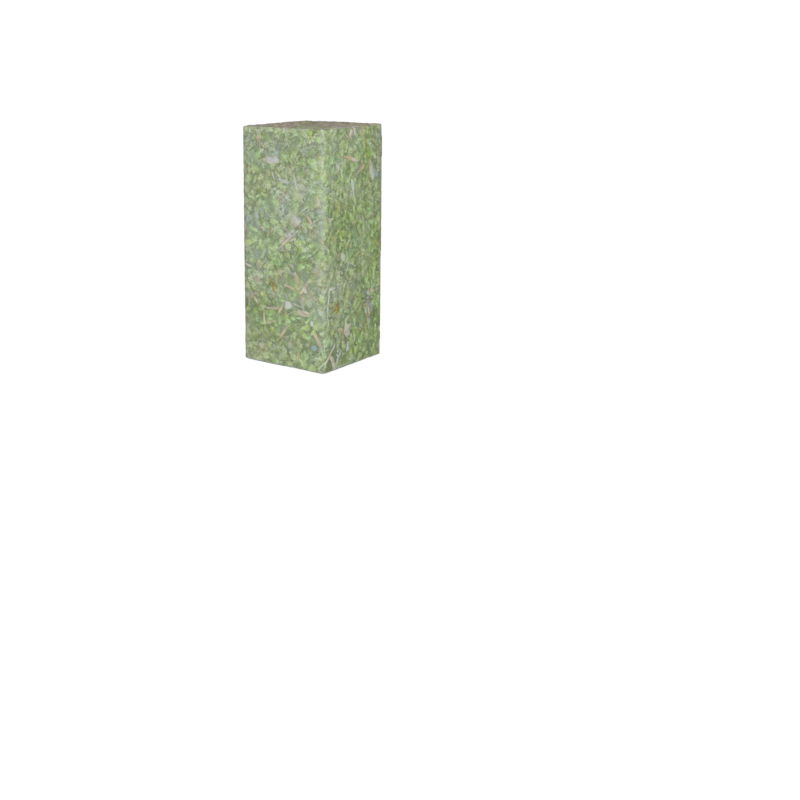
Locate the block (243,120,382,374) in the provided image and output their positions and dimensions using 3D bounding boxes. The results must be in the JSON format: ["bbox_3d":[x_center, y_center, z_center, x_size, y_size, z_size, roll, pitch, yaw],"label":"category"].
[{"bbox_3d":[-0.076,-0.139,0.973,0.094,0.201,0.089,8,13,35],"label":"block"}]
